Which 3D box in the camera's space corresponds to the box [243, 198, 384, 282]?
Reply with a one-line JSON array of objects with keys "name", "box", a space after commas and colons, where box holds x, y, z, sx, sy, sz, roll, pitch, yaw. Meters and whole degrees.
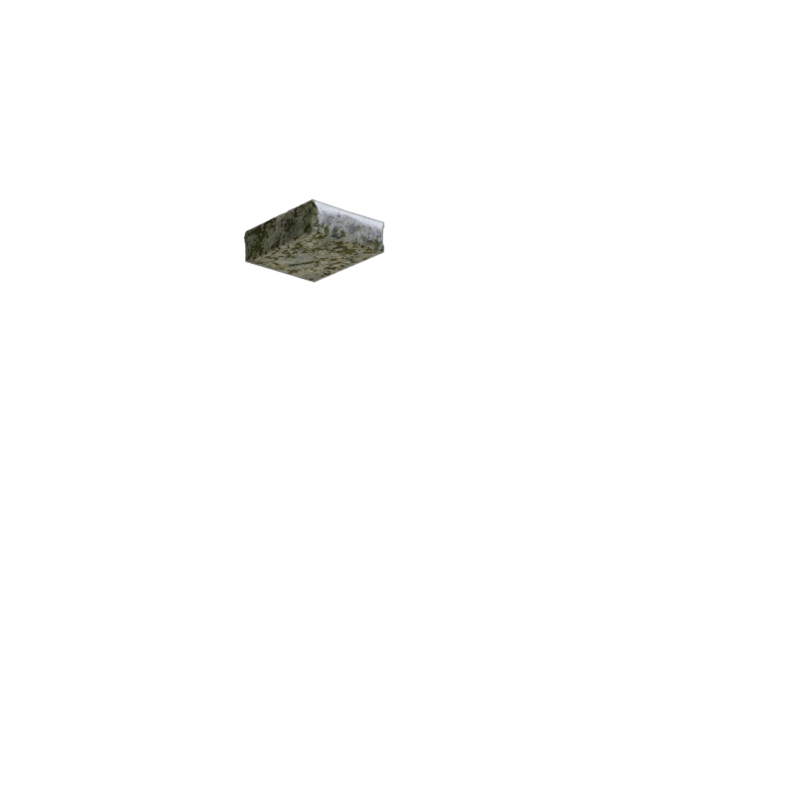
[{"name": "box", "box": [-0.068, -0.124, 0.870, 0.069, 0.031, 0.090, 13, -19, -40]}]
